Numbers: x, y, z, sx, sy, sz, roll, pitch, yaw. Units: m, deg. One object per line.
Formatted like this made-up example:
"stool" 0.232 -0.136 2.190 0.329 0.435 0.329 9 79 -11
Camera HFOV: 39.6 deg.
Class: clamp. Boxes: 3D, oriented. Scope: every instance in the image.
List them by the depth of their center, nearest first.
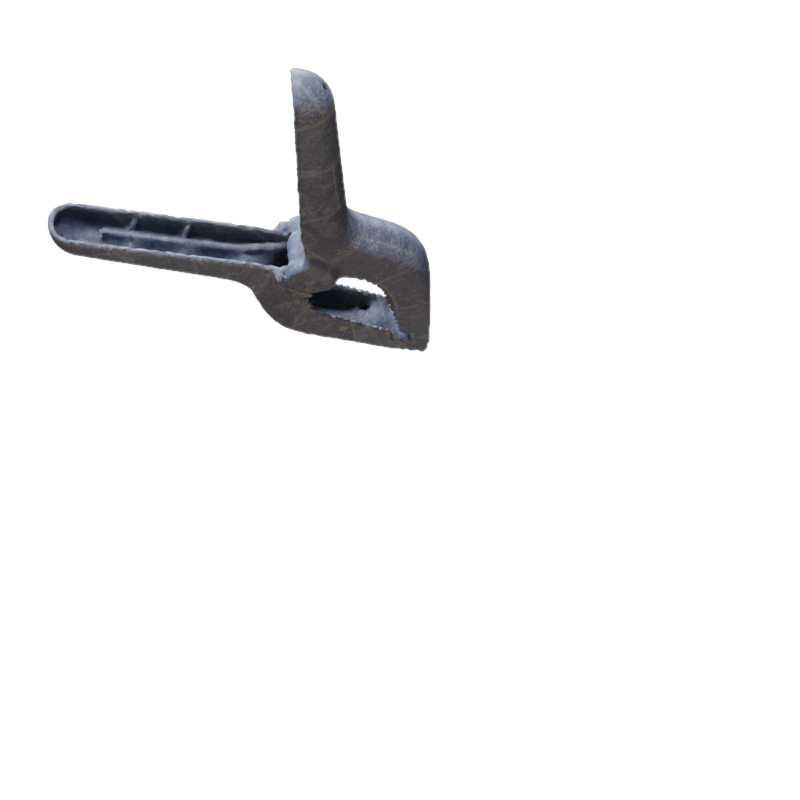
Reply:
"clamp" -0.043 -0.078 0.549 0.165 0.039 0.197 -25 -37 38
